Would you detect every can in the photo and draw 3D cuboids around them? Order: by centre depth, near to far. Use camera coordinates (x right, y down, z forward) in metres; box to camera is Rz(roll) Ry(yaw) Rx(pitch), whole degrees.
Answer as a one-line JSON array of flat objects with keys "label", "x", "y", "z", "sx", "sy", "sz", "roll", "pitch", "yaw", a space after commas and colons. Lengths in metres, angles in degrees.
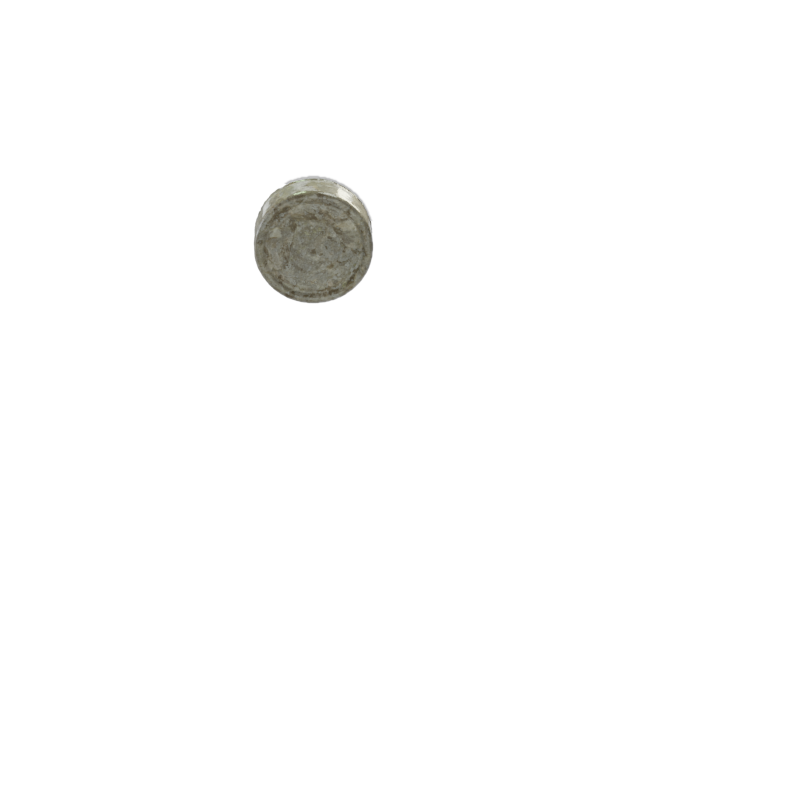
[{"label": "can", "x": -0.062, "y": -0.113, "z": 0.792, "sx": 0.086, "sy": 0.082, "sz": 0.035, "roll": 1, "pitch": 23, "yaw": -1}]
